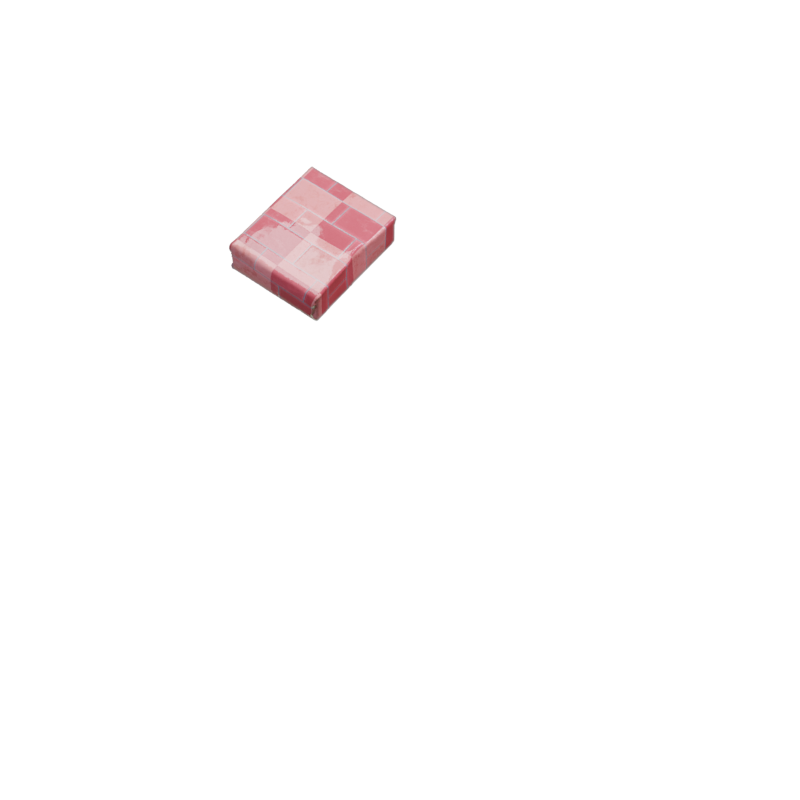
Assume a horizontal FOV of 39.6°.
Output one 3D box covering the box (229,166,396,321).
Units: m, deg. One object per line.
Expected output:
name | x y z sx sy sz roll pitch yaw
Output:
box | -0.058 -0.105 0.734 0.077 0.091 0.028 32 -30 20
